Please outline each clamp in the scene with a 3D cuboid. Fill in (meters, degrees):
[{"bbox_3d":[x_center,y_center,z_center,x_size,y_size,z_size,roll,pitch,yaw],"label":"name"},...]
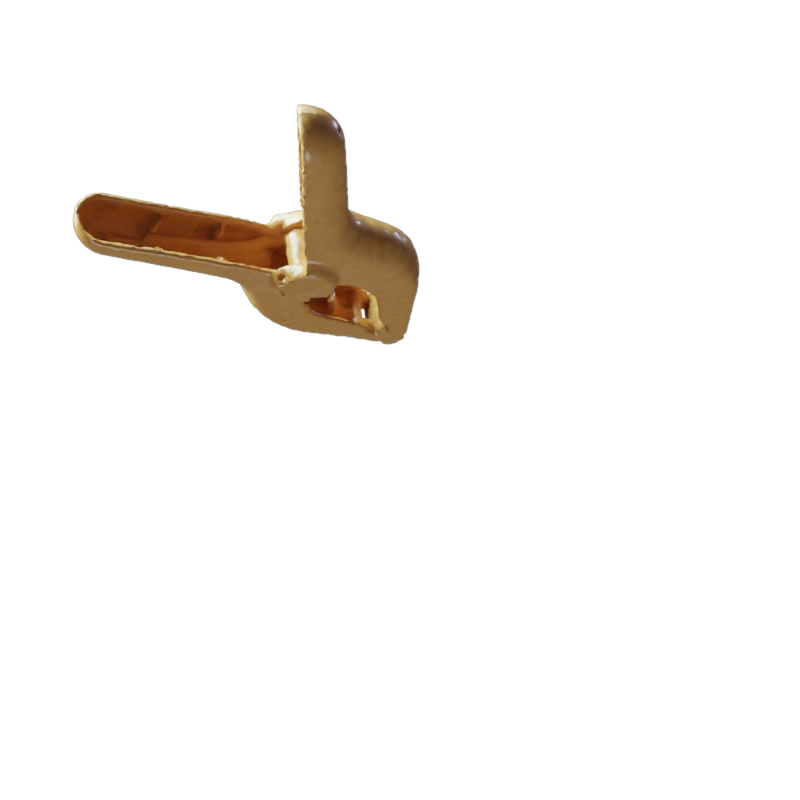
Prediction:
[{"bbox_3d":[-0.037,-0.067,0.468,0.122,0.041,0.161,-14,-22,37],"label":"clamp"}]
